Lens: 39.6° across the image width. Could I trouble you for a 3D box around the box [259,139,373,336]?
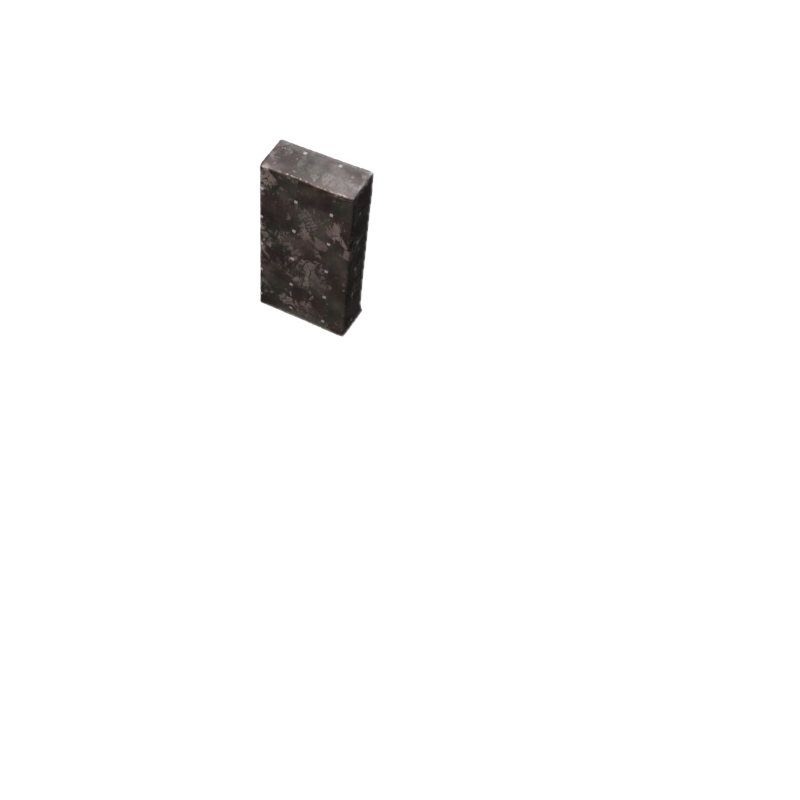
[{"bbox_3d":[-0.078,-0.141,0.991,0.097,0.050,0.164,24,-36,15],"label":"box"}]
